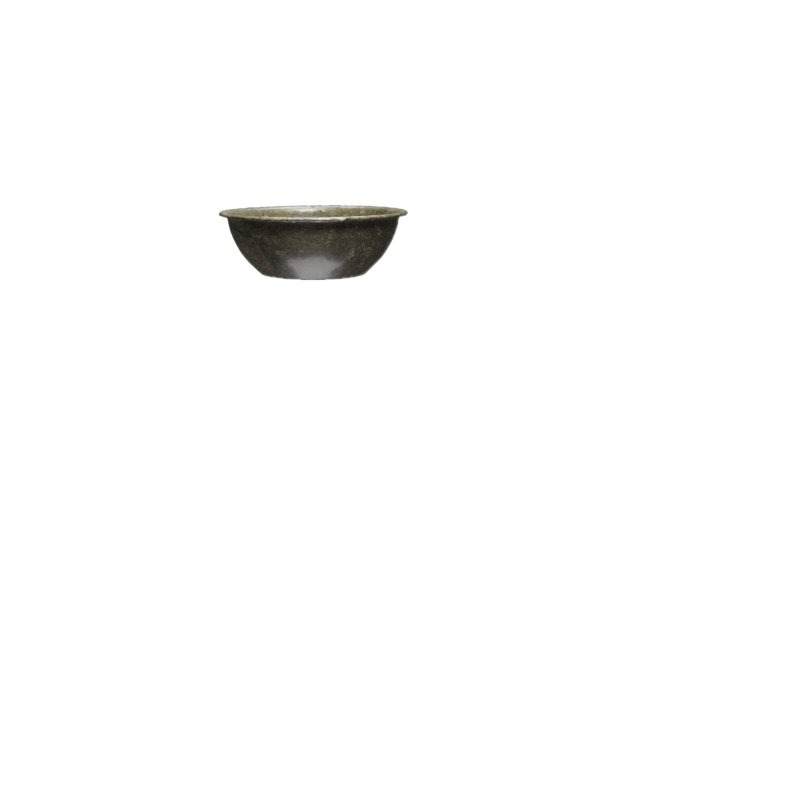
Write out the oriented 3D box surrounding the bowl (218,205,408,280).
[{"bbox_3d":[-0.074,-0.136,0.949,0.162,0.054,0.166,0,13,-2],"label":"bowl"}]
